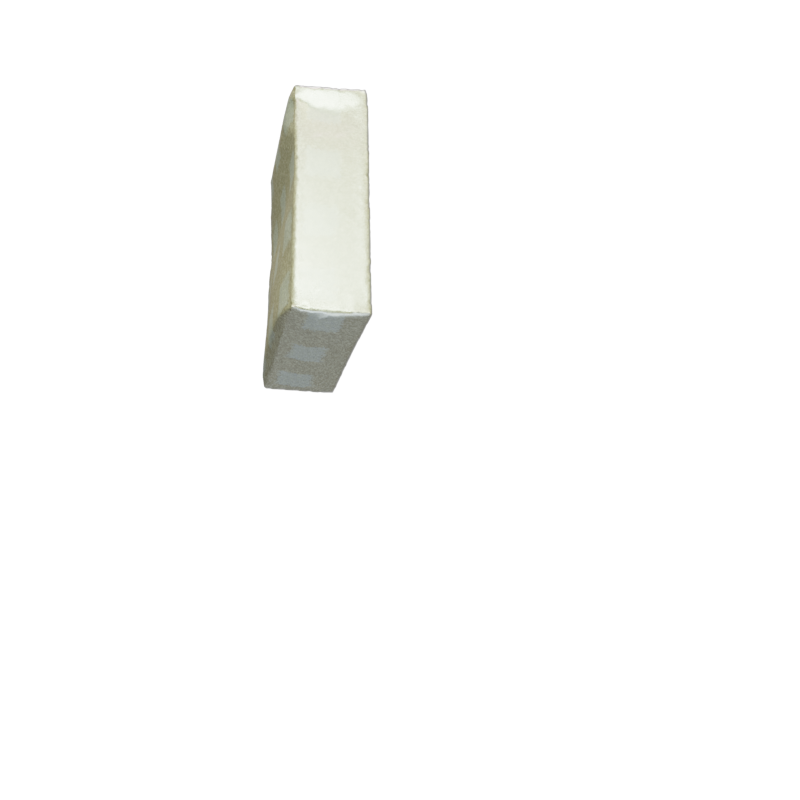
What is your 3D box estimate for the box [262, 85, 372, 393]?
[{"bbox_3d":[-0.074,-0.135,0.948,0.071,0.227,0.157,4,-26,-12],"label":"box"}]
